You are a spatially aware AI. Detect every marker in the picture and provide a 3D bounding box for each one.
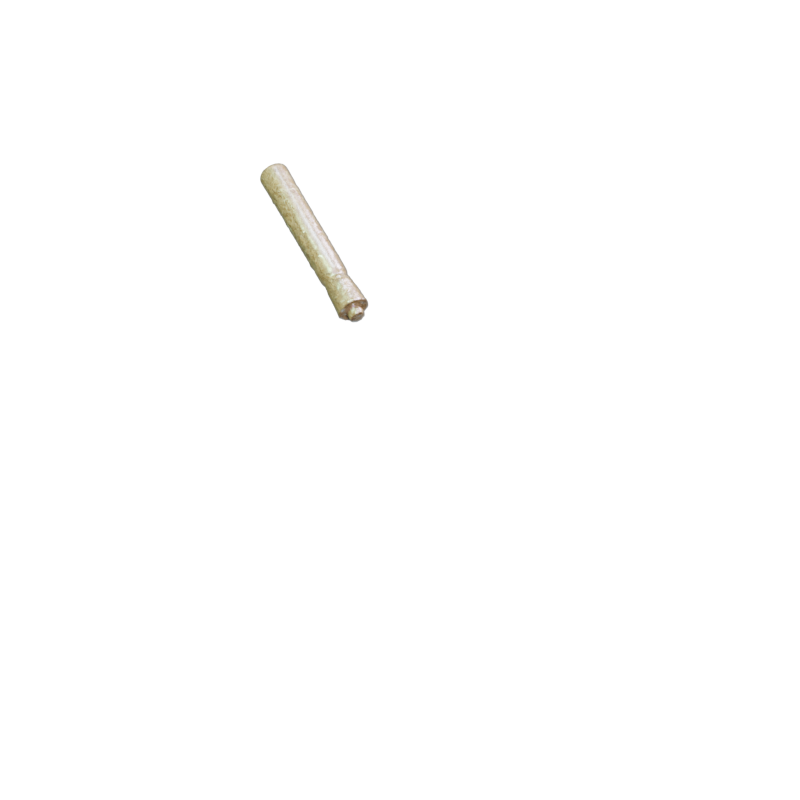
[{"bbox_3d":[-0.052,-0.094,0.661,0.020,0.130,0.018,-20,-33,-15],"label":"marker"}]
